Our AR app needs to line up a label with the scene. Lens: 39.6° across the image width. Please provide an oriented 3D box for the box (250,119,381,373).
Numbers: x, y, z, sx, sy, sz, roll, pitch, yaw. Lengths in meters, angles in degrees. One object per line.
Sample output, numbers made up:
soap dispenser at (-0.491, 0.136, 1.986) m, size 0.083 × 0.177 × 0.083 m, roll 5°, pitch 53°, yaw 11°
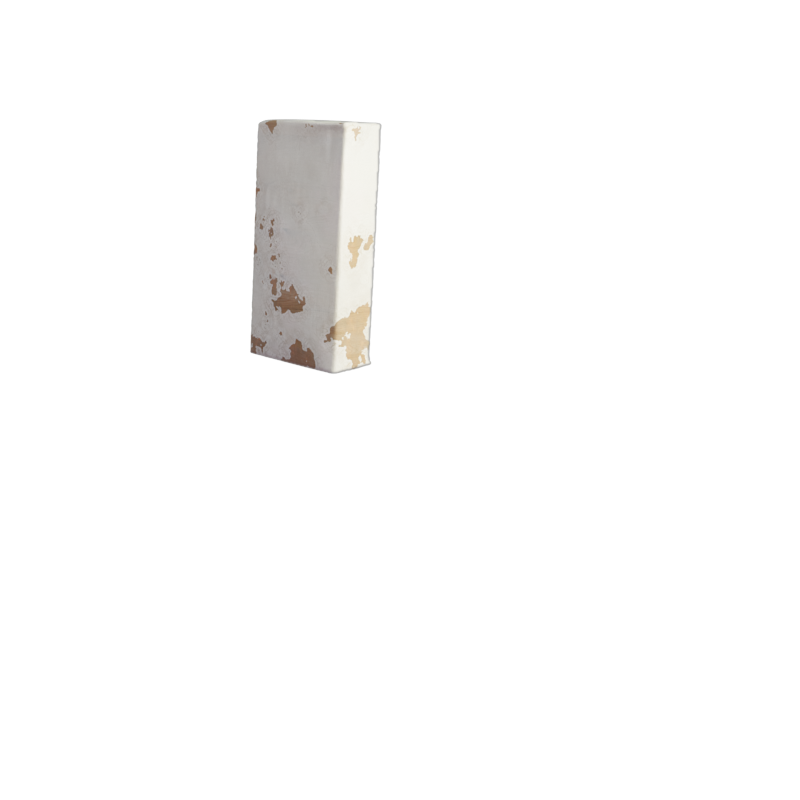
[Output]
box at (-0.063, -0.115, 0.805) m, size 0.098 × 0.173 × 0.047 m, roll 9°, pitch 11°, yaw 43°
